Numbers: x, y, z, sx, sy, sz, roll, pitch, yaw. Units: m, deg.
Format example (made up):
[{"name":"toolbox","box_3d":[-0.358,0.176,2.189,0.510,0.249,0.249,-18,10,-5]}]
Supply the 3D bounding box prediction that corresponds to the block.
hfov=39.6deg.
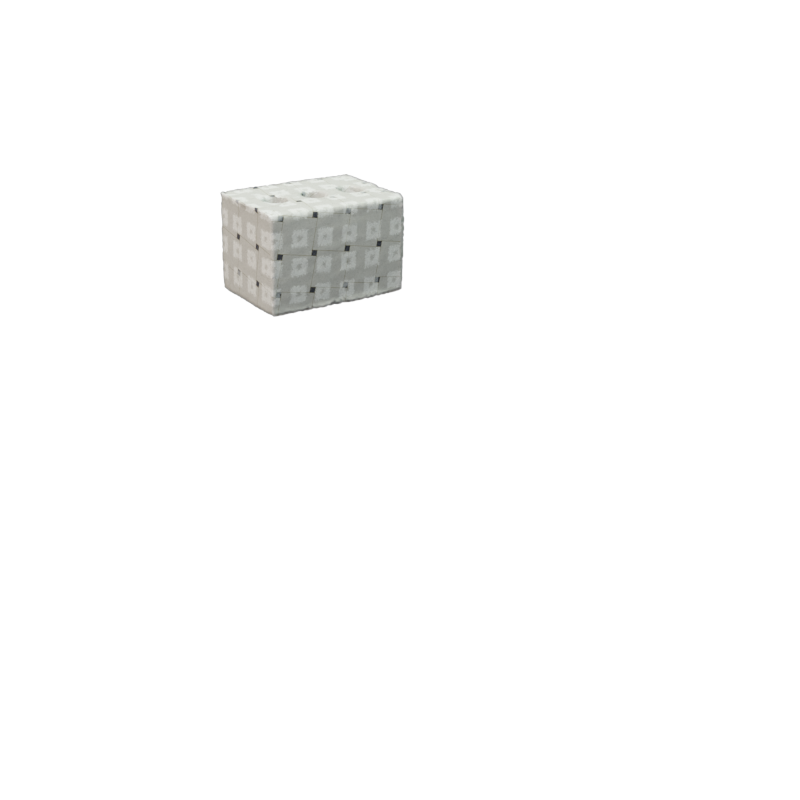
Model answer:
[{"name":"block","box_3d":[-0.043,-0.079,0.554,0.076,0.049,0.056,-14,25,-32]}]
